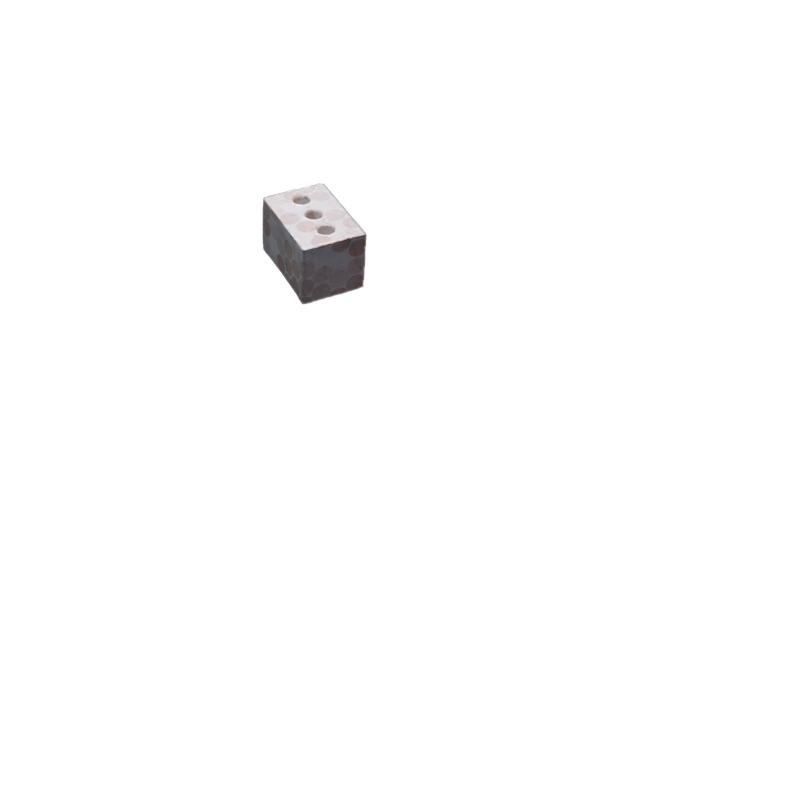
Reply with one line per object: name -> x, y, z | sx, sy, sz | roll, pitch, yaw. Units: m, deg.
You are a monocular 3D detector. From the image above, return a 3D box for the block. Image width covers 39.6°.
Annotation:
block -> -0.065, -0.119, 0.831 | 0.052, 0.048, 0.084 | -17, 43, -21
